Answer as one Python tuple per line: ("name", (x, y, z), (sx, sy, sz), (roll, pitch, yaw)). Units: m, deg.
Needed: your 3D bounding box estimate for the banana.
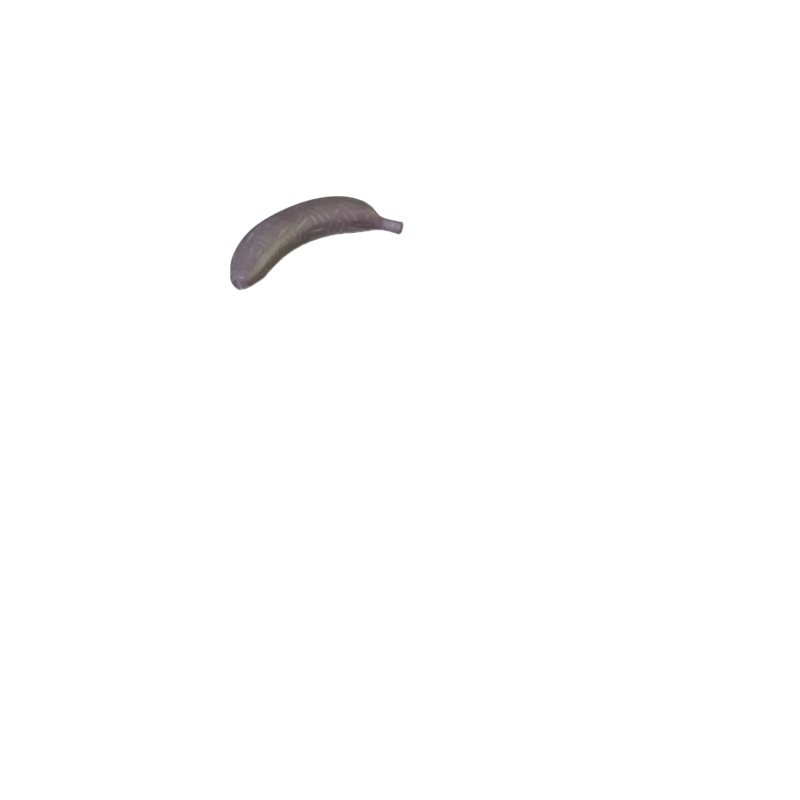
("banana", (-0.086, -0.147, 0.983), (0.074, 0.035, 0.196), (27, 40, 37))
